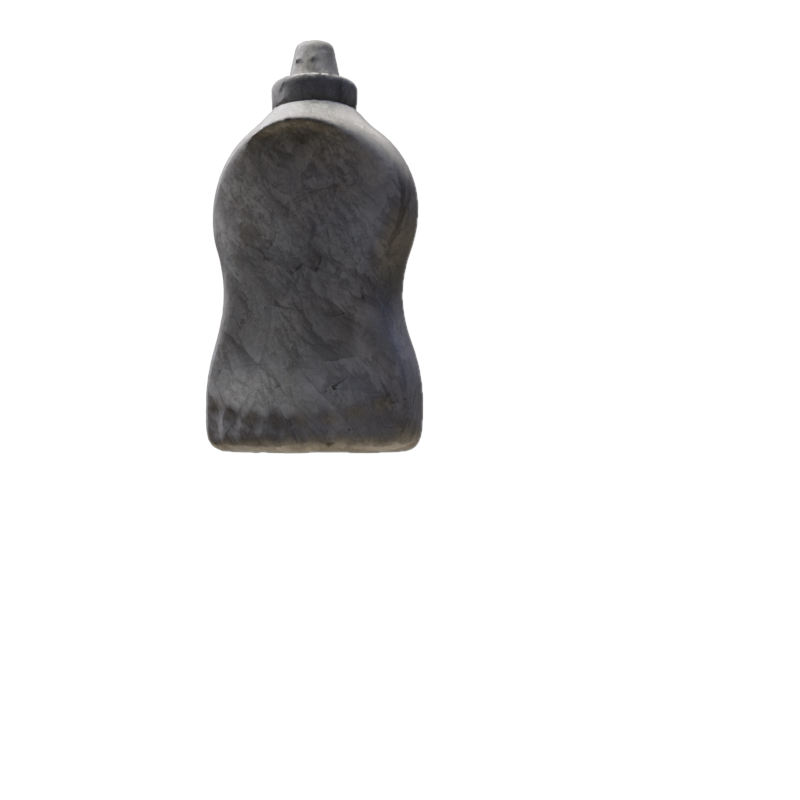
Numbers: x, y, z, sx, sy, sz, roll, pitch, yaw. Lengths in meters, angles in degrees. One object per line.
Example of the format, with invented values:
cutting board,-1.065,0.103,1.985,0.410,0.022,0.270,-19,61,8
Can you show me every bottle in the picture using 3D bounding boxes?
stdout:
bottle,-0.040,-0.073,0.512,0.098,0.197,0.056,-4,-11,22
